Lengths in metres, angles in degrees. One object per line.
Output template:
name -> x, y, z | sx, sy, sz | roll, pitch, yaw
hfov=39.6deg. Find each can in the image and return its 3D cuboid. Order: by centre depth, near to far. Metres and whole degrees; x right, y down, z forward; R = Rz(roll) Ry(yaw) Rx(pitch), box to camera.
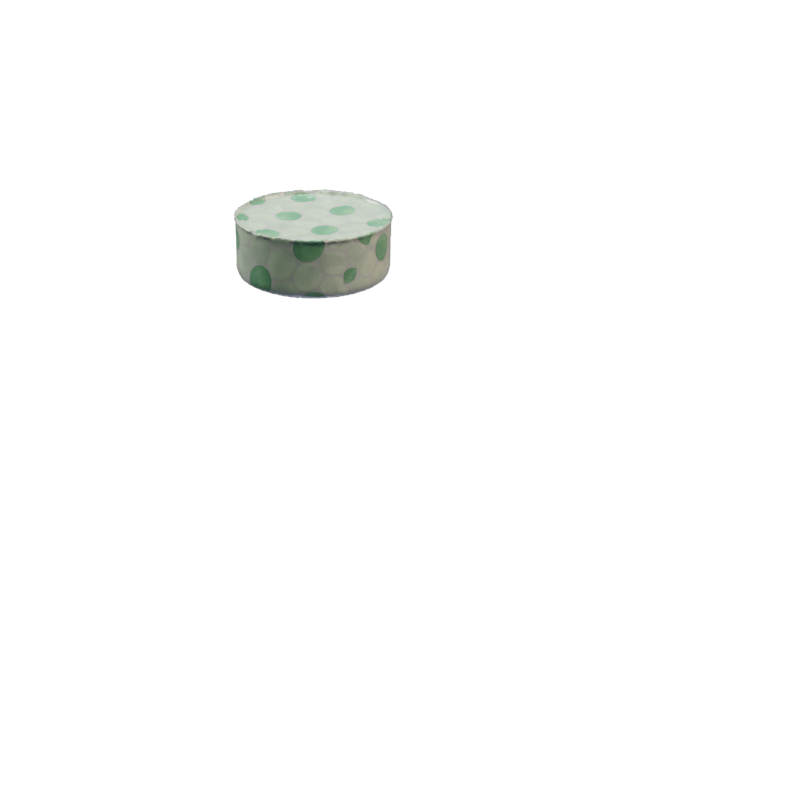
can -> -0.047, -0.086, 0.605 | 0.086, 0.032, 0.091 | -1, 26, -2
